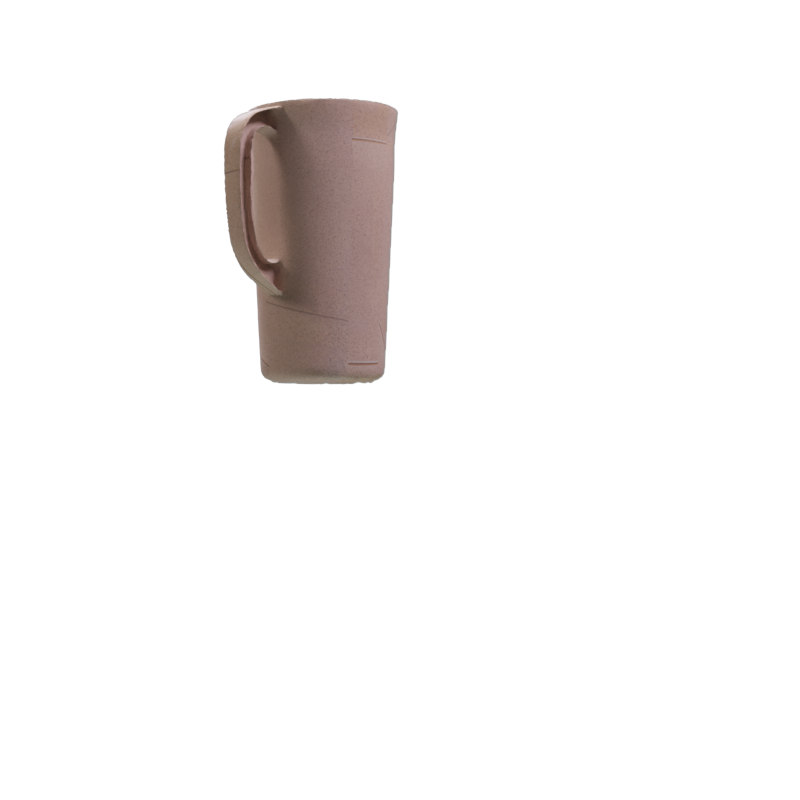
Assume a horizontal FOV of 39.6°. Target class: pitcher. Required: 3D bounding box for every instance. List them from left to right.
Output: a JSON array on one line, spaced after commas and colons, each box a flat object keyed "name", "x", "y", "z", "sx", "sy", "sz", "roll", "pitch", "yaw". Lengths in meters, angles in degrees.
[{"name": "pitcher", "x": -0.075, "y": -0.137, "z": 0.962, "sx": 0.149, "sy": 0.246, "sz": 0.144, "roll": 0, "pitch": -3, "yaw": -4}]
